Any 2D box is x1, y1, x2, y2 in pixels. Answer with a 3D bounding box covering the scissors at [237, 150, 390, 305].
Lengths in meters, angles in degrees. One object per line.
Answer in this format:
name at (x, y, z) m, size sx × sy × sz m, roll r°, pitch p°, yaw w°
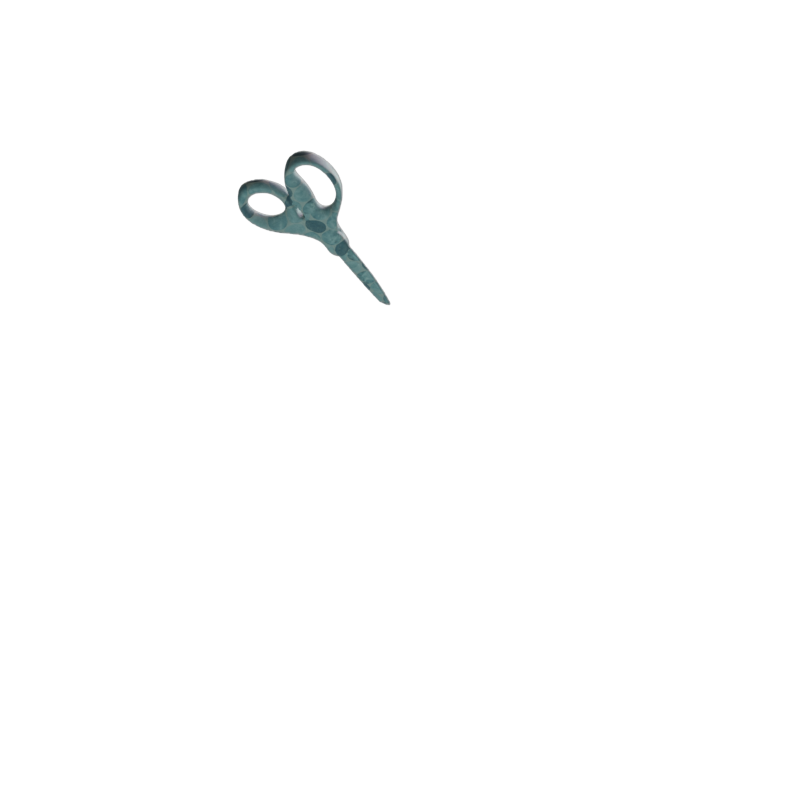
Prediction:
scissors at (-0.074, -0.136, 0.951) m, size 0.097 × 0.017 × 0.186 m, roll -7°, pitch -38°, yaw 9°
